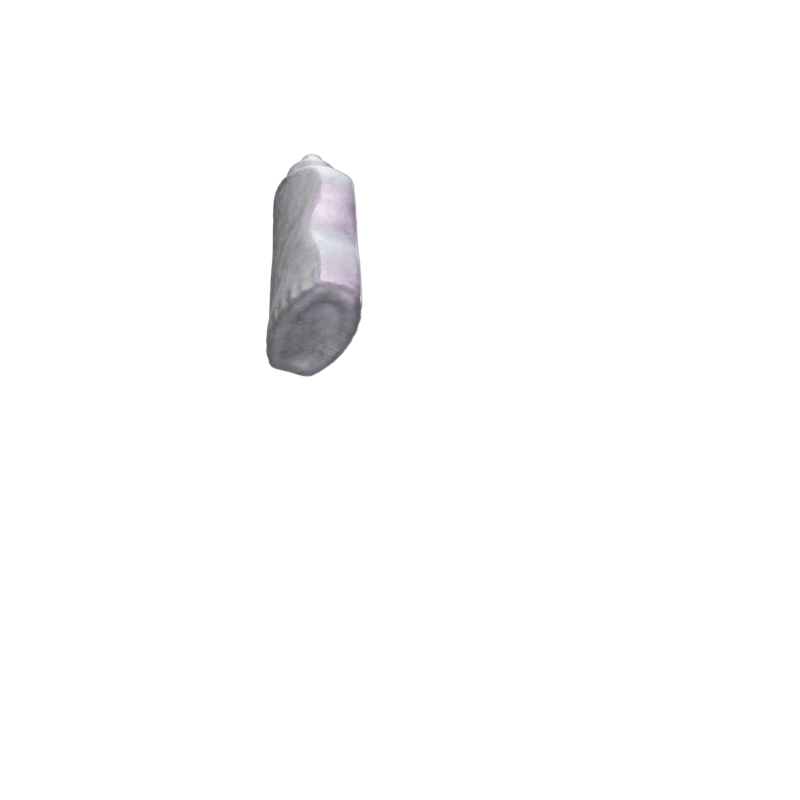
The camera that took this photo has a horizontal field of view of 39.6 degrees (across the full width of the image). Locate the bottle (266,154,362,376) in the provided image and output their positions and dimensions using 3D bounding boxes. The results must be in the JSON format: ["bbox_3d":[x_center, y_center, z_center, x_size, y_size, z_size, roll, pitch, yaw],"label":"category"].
[{"bbox_3d":[-0.065,-0.118,0.825,0.057,0.206,0.092,14,-46,-18],"label":"bottle"}]
